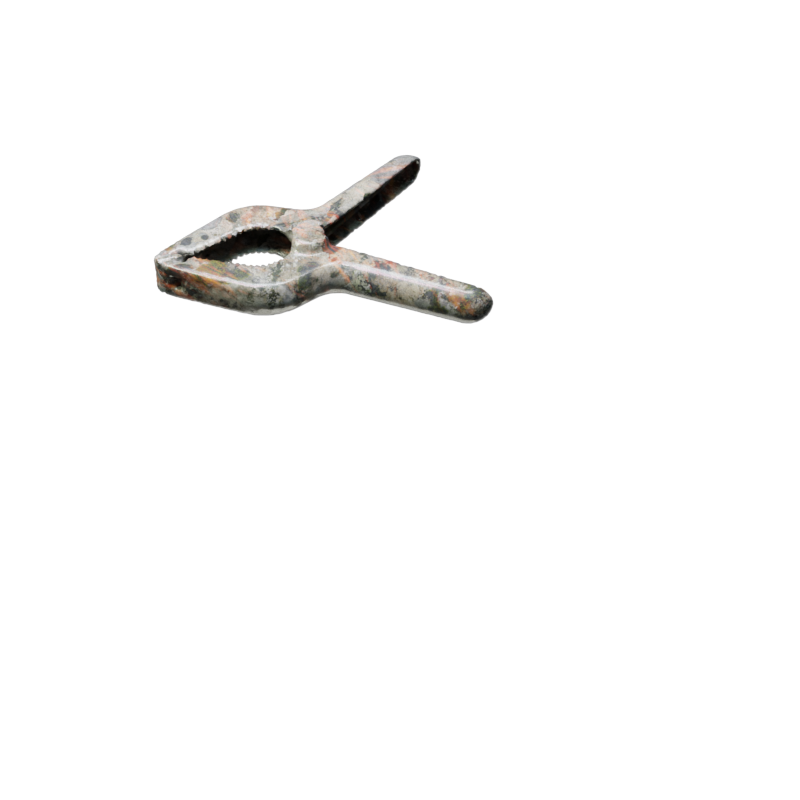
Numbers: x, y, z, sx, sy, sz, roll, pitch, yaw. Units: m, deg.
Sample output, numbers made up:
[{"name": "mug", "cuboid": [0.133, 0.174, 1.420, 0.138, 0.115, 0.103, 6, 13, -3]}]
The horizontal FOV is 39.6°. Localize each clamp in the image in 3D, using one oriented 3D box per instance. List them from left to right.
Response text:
[{"name": "clamp", "cuboid": [-0.058, -0.106, 0.742, 0.209, 0.034, 0.178, -5, 44, -6]}]
